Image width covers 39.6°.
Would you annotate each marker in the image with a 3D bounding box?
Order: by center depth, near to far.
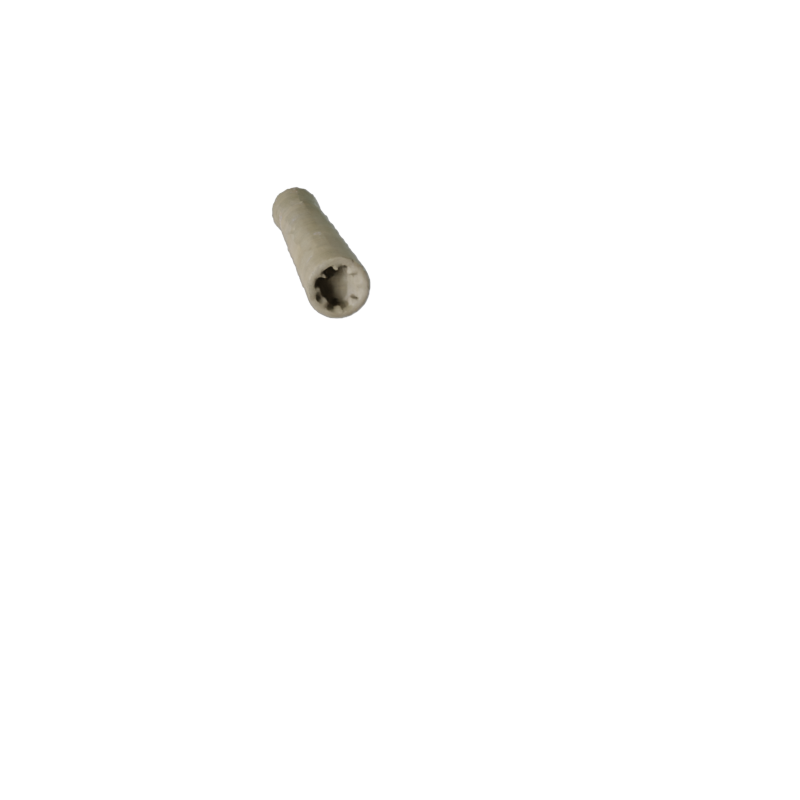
[{"bbox_3d":[-0.030,-0.054,0.377,0.019,0.019,0.127,-1,20,-11],"label":"marker"}]
